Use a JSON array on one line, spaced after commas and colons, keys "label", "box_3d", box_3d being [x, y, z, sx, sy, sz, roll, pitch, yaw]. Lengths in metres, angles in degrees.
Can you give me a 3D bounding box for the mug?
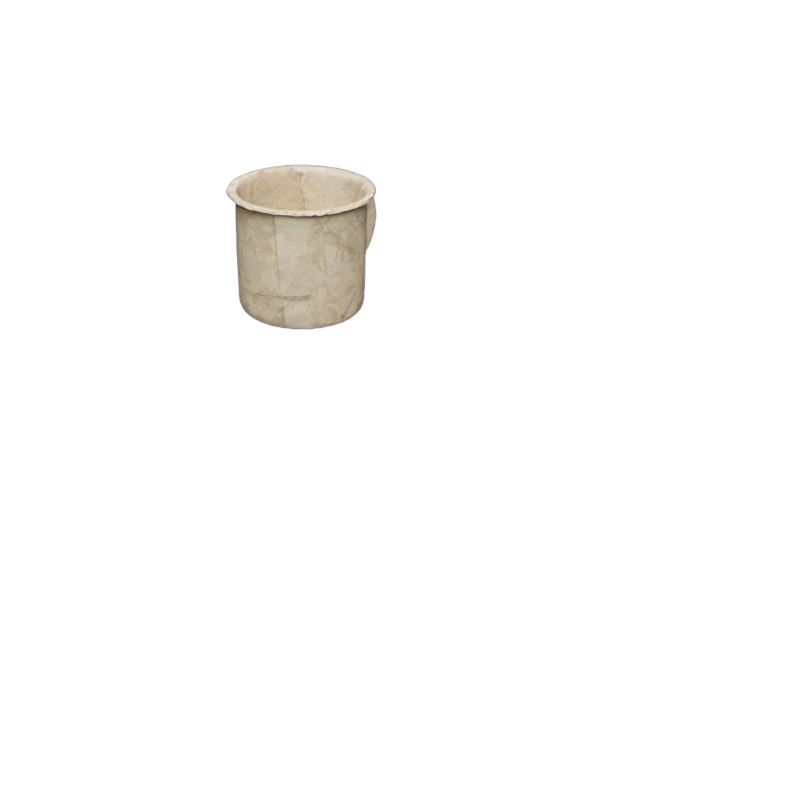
[{"label": "mug", "box_3d": [-0.056, -0.102, 0.713, 0.098, 0.077, 0.117, 18, 32, 31]}]
